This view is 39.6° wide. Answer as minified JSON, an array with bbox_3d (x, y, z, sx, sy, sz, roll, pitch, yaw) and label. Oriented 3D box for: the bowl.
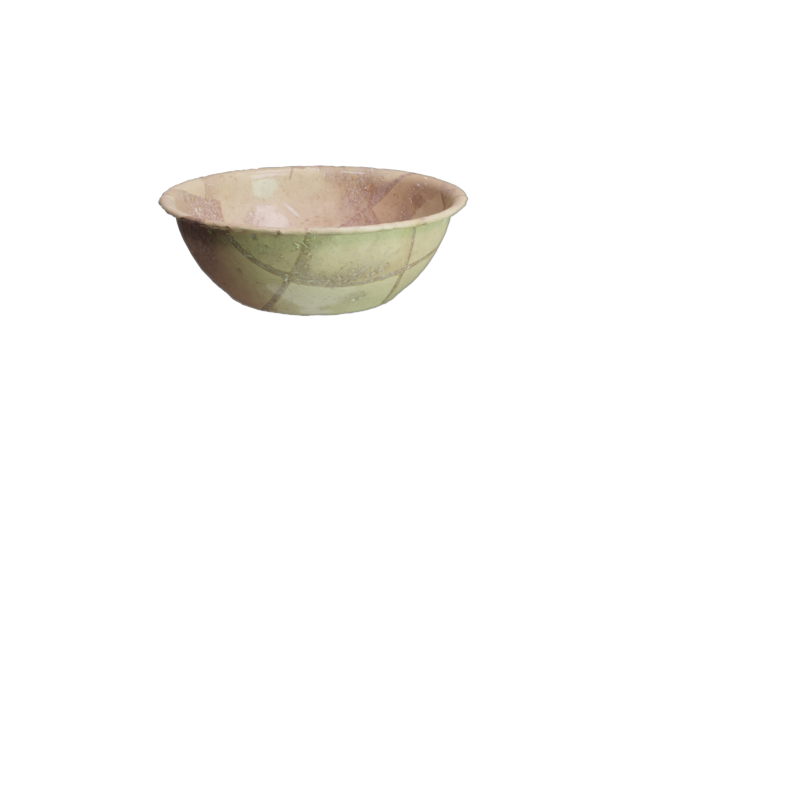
[{"bbox_3d":[-0.046,-0.084,0.591,0.162,0.053,0.169,-1,21,-2],"label":"bowl"}]
